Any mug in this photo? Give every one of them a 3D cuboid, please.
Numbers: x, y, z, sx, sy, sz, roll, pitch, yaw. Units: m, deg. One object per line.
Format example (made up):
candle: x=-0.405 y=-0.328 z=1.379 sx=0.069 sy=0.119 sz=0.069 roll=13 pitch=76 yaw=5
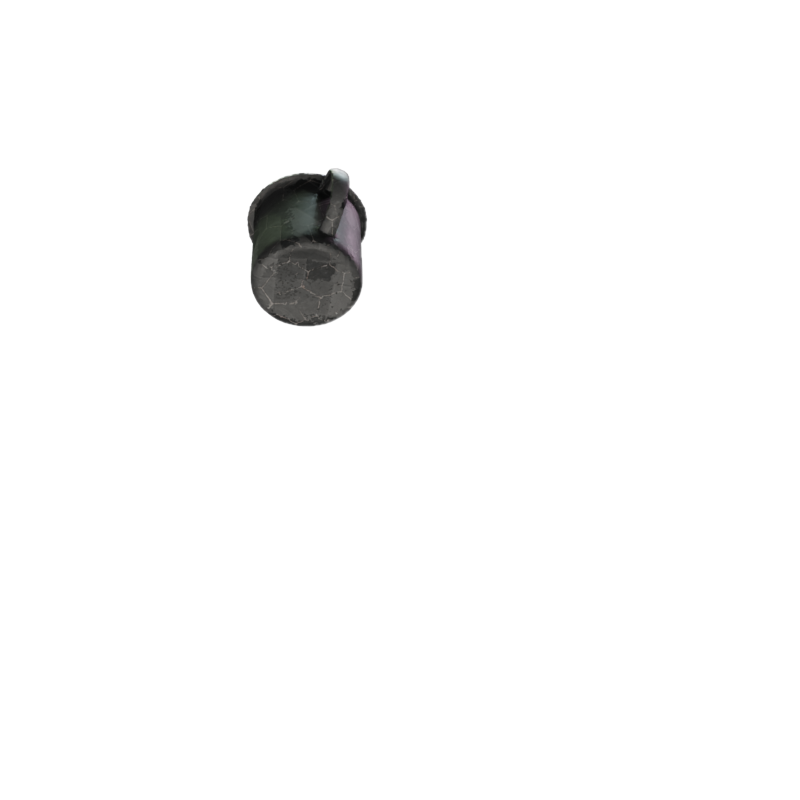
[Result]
mug: x=-0.064 y=-0.117 z=0.821 sx=0.090 sy=0.113 sz=0.087 roll=20 pitch=36 yaw=-17
